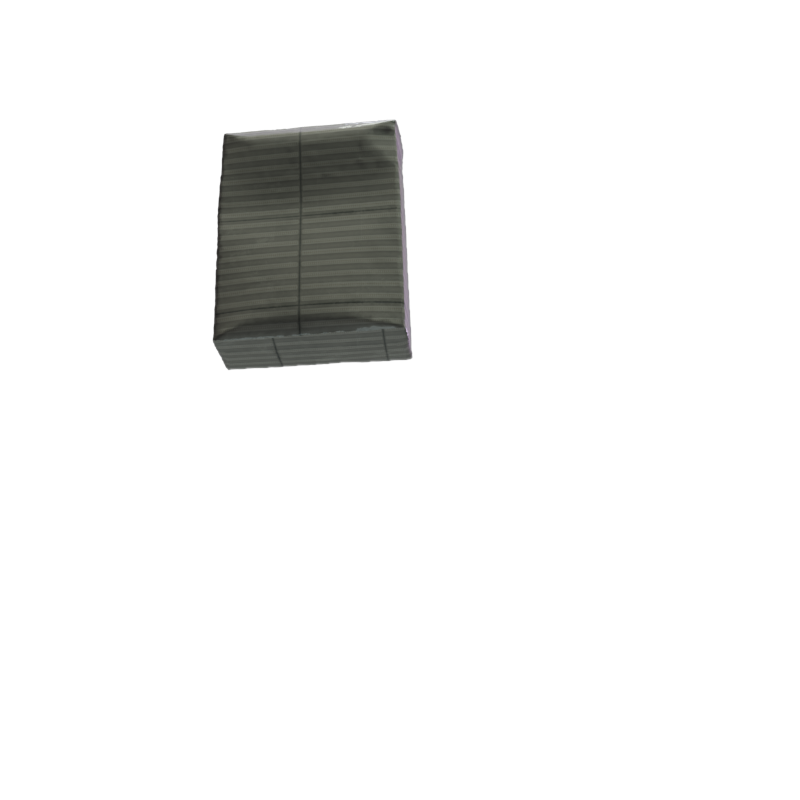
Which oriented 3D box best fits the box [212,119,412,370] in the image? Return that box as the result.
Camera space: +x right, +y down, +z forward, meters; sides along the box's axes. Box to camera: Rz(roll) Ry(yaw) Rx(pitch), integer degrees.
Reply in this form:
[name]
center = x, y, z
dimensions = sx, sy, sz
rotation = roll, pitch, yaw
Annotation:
[box]
center = -0.077, -0.140, 0.980
dimensions = 0.165, 0.227, 0.067
rotation = -4, -27, 6
